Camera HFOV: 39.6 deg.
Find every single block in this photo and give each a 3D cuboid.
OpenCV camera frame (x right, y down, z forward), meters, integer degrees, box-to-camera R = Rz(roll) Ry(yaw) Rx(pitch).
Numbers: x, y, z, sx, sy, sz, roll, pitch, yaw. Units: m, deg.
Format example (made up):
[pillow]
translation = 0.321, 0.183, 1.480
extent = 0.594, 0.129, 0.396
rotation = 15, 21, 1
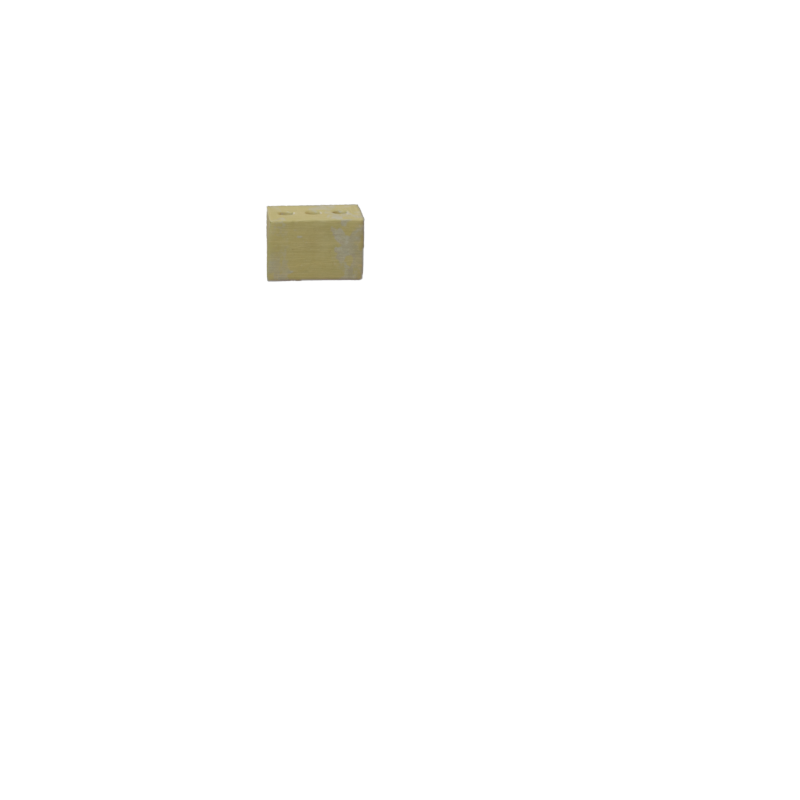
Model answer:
[block]
translation = -0.071, -0.129, 0.901
extent = 0.077, 0.049, 0.055
rotation = -2, 21, -6
